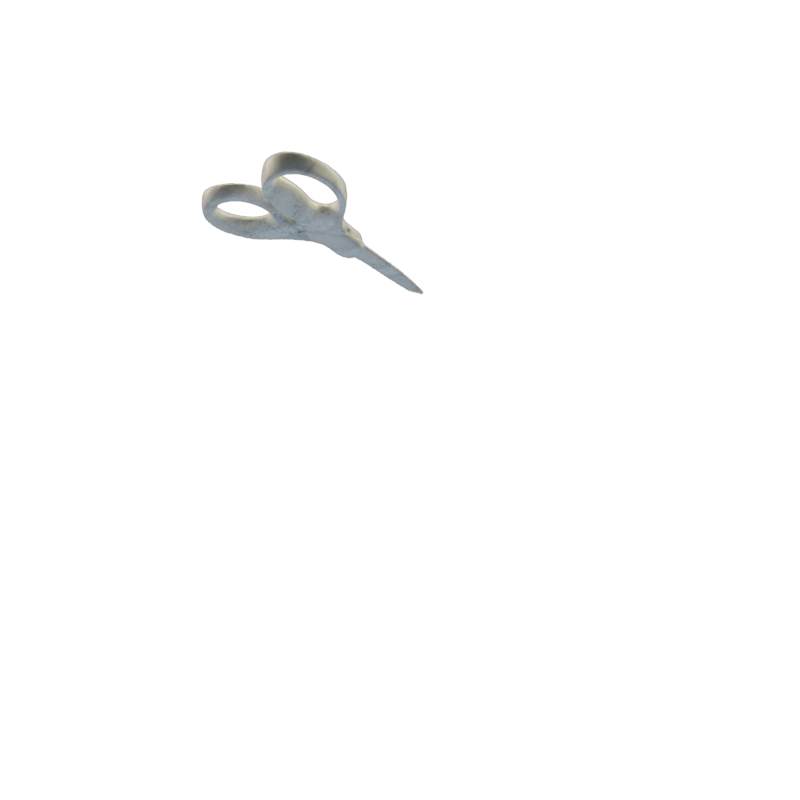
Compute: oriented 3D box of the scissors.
[{"bbox_3d":[-0.055,-0.100,0.702,0.098,0.017,0.188,-5,-20,15],"label":"scissors"}]
